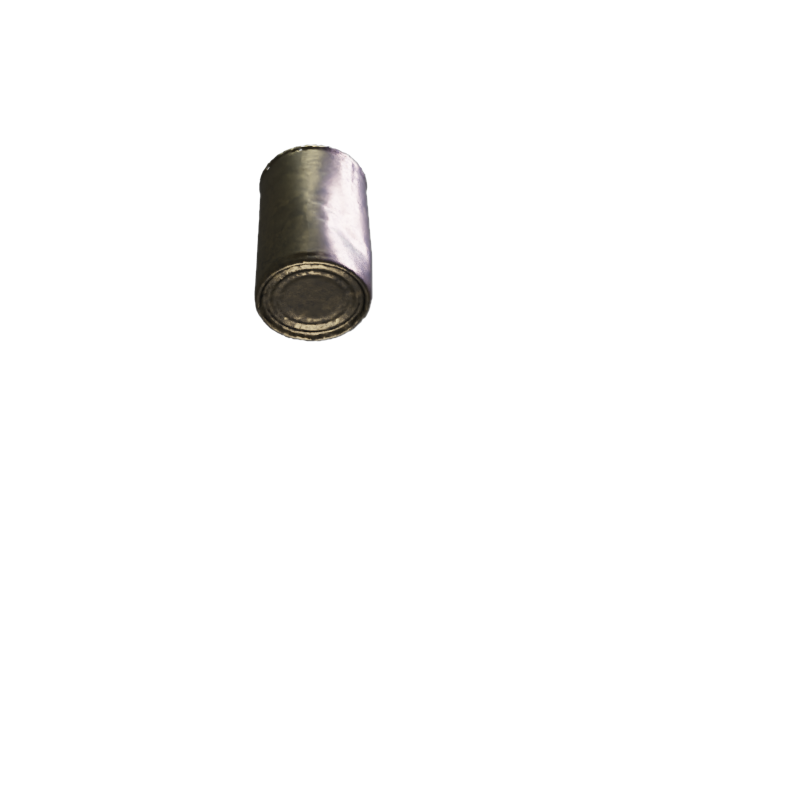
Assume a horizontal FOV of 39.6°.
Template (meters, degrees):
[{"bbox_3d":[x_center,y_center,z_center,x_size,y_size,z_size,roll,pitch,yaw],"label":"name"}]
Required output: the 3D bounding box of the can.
[{"bbox_3d":[-0.052,-0.094,0.659,0.068,0.110,0.064,-1,-43,-3],"label":"can"}]
